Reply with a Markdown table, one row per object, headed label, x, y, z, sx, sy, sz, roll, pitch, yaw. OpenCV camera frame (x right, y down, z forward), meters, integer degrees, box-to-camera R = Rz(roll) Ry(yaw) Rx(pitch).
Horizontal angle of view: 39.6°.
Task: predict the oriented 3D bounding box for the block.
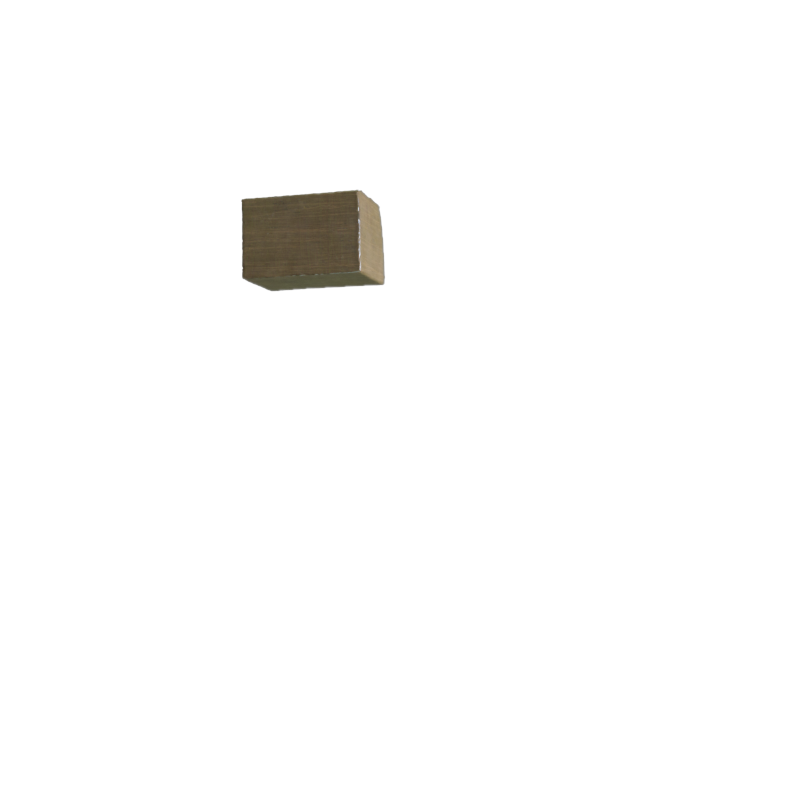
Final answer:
| label | x | y | z | sx | sy | sz | roll | pitch | yaw |
| --- | --- | --- | --- | --- | --- | --- | --- | --- | --- |
| block | -0.054 | -0.098 | 0.684 | 0.079 | 0.052 | 0.051 | -2 | -7 | 16 |
